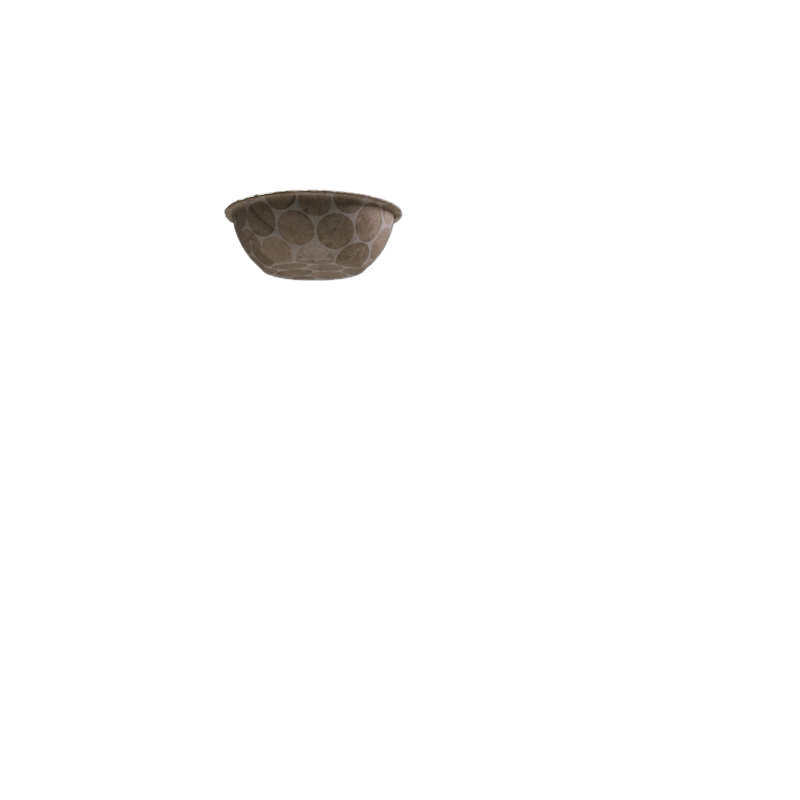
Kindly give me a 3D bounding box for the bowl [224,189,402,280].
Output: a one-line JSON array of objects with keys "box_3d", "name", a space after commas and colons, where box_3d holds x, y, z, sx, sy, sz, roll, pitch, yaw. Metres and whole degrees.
[{"box_3d": [-0.078, -0.143, 1.000, 0.162, 0.056, 0.159, 0, -6, -2], "name": "bowl"}]
